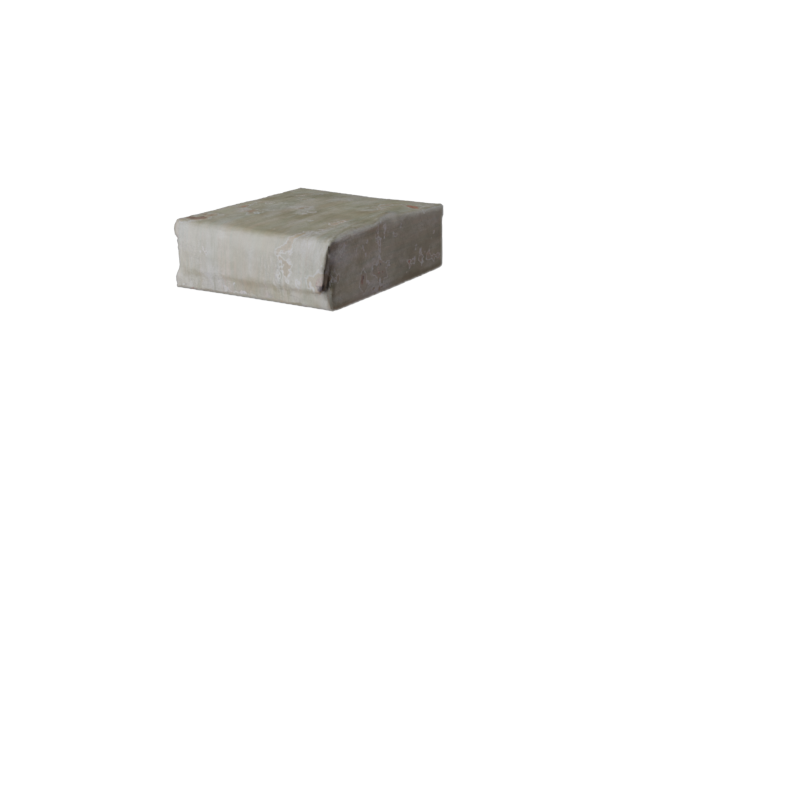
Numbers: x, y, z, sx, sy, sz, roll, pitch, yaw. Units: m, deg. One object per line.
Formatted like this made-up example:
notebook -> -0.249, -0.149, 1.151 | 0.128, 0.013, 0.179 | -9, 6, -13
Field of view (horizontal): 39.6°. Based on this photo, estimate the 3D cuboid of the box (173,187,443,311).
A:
box -> -0.035, -0.063, 0.444 | 0.076, 0.029, 0.088 | 11, 22, 30
